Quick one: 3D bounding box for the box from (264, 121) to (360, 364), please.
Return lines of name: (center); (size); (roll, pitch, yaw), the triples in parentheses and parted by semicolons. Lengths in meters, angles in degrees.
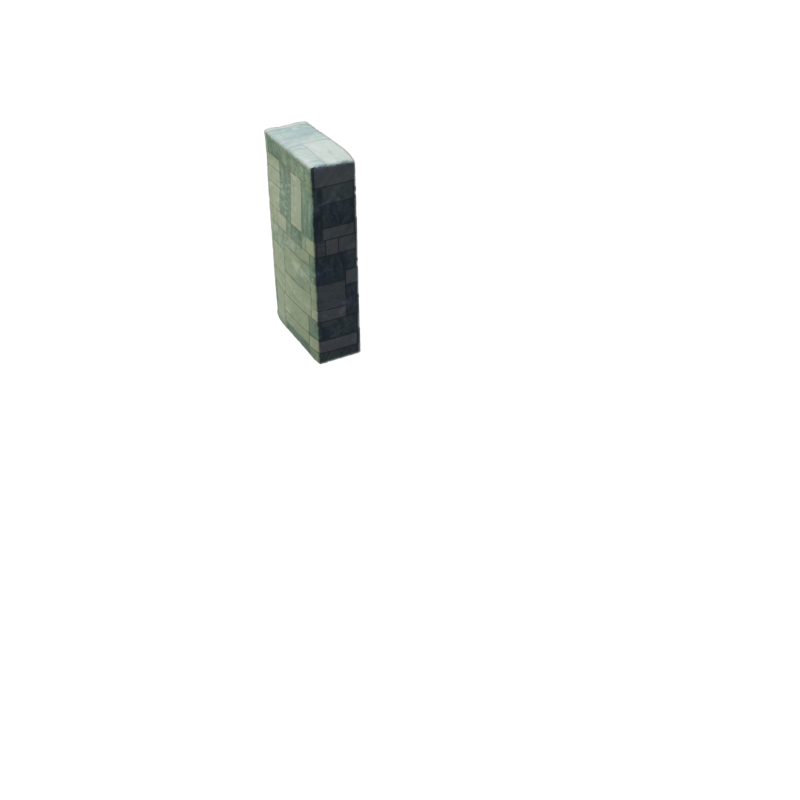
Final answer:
box: (-0.071, -0.129, 0.905); (0.047, 0.166, 0.101); (-12, 33, -25)
